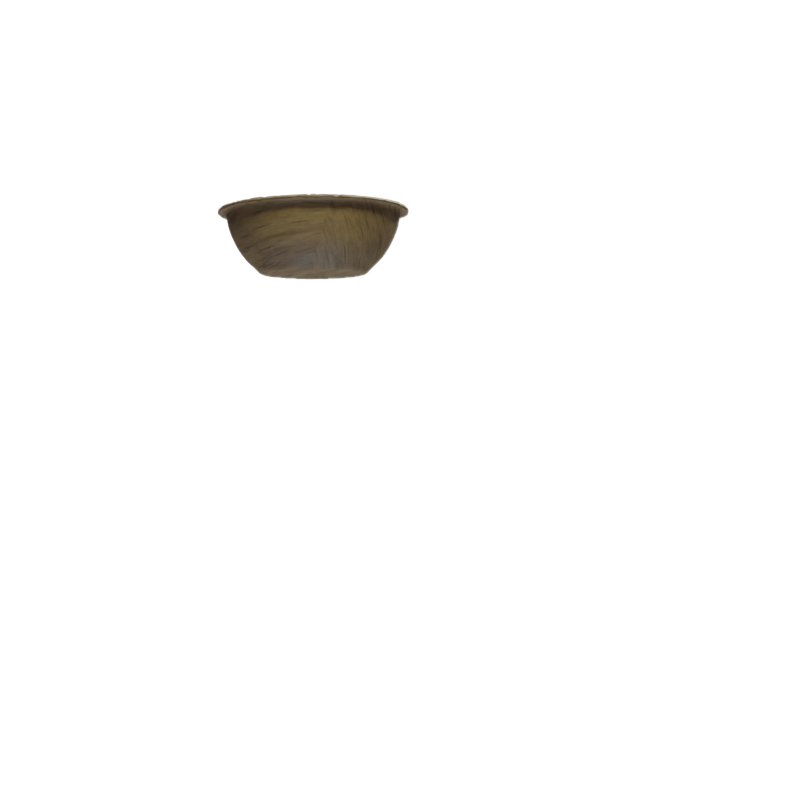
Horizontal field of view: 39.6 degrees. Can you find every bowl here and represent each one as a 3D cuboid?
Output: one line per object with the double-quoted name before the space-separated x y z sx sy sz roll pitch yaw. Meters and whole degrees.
"bowl" -0.073 -0.134 0.936 0.162 0.056 0.161 0 0 -2
